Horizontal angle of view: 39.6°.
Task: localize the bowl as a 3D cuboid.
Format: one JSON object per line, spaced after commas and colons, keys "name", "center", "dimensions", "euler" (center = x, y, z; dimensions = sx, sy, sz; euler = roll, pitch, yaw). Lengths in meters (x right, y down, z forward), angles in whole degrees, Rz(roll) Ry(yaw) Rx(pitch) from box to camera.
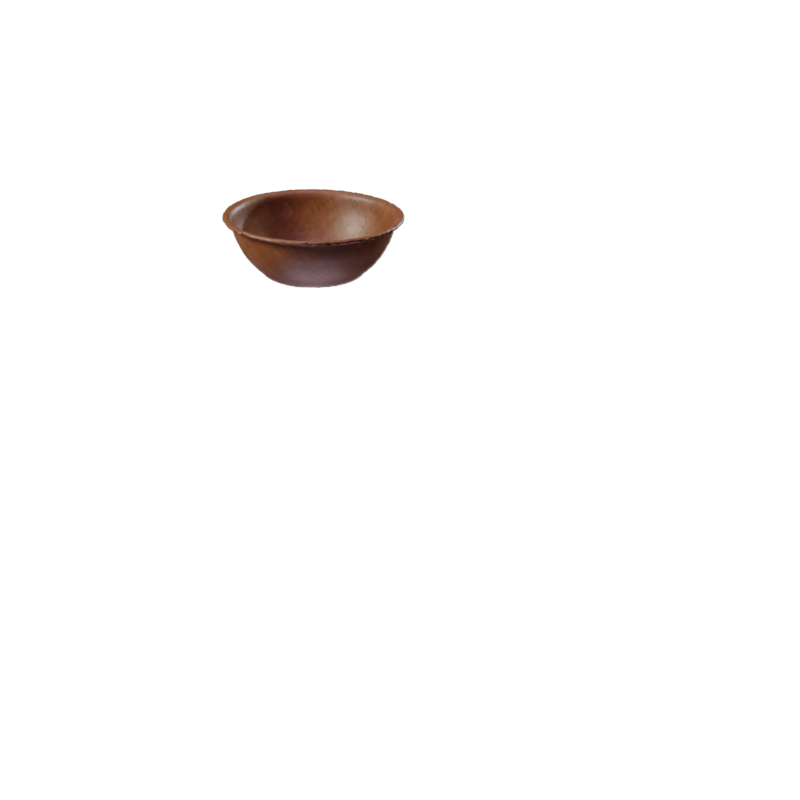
{"name": "bowl", "center": [-0.078, -0.142, 0.993], "dimensions": [0.162, 0.052, 0.171], "euler": [-1, 26, -2]}
